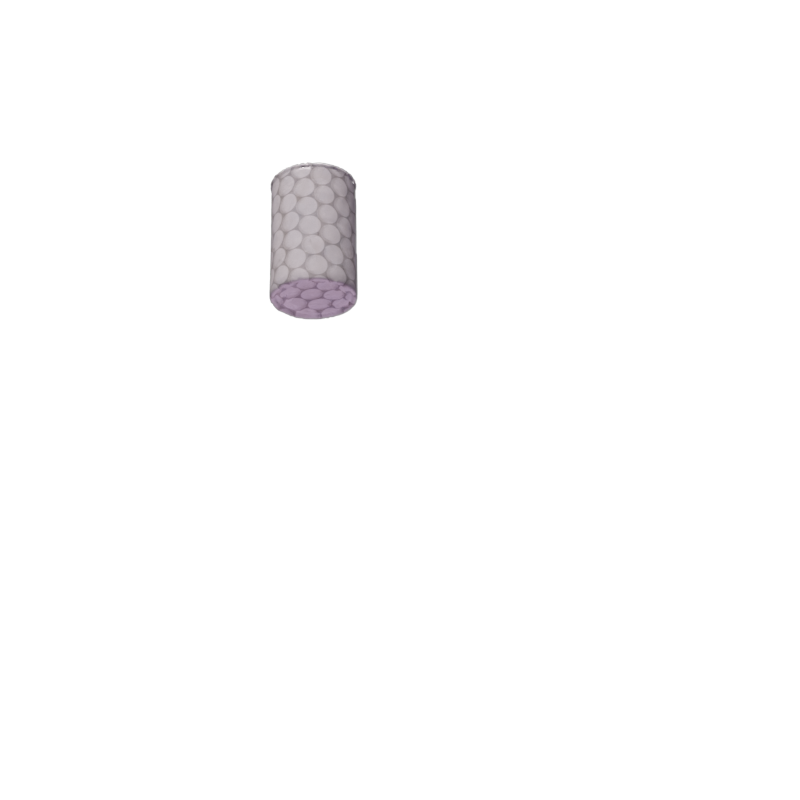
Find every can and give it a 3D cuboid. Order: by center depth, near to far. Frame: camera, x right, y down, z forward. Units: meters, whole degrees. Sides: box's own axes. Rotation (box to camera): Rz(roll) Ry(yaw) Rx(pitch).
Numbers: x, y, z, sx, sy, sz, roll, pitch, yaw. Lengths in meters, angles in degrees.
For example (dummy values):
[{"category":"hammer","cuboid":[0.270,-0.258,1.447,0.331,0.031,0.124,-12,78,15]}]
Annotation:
[{"category":"can","cuboid":[-0.067,-0.122,0.852,0.068,0.109,0.065,0,-27,-2]}]
